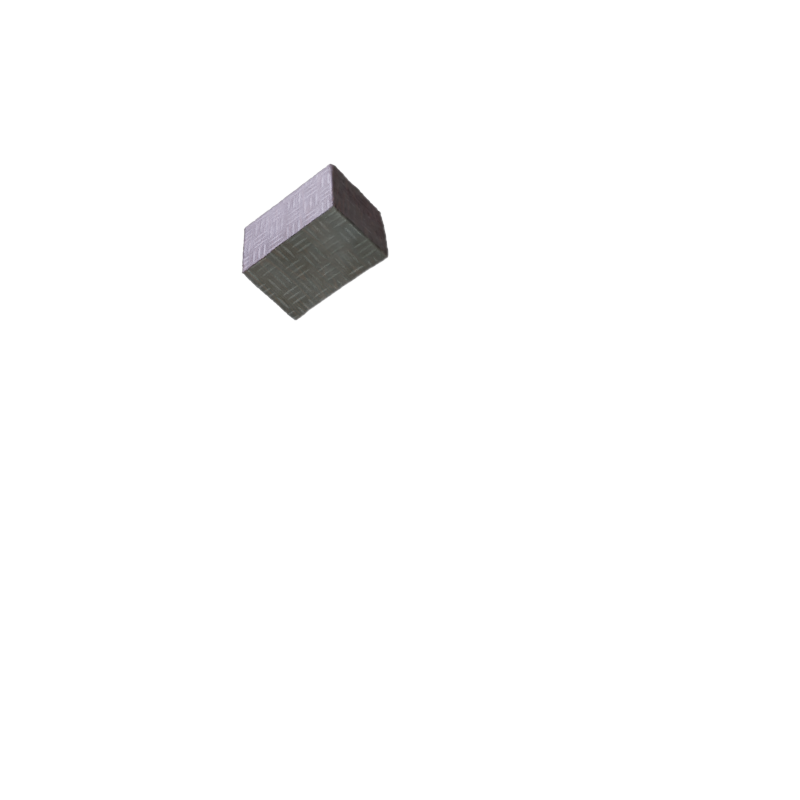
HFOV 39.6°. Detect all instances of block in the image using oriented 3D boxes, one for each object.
[{"bbox_3d":[-0.055,-0.099,0.696,0.077,0.055,0.049,-32,-56,22],"label":"block"}]
